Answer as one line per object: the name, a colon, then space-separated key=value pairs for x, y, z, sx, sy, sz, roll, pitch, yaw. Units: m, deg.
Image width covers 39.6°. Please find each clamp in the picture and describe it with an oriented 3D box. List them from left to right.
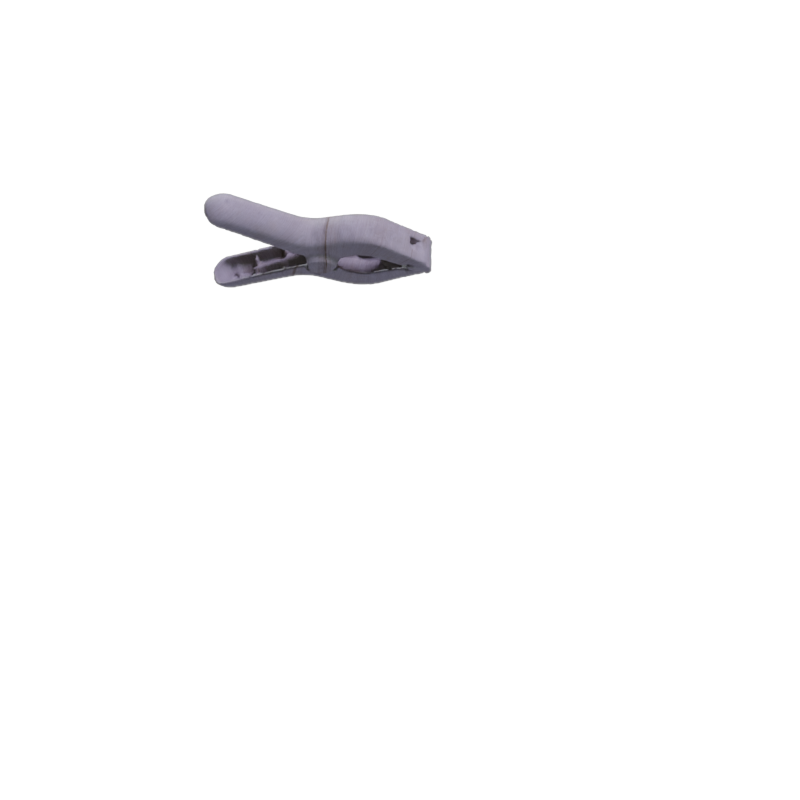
clamp: x=-0.064 y=-0.116 z=0.812 sx=0.173 sy=0.041 sz=0.114 roll=-2 pitch=-15 yaw=6
